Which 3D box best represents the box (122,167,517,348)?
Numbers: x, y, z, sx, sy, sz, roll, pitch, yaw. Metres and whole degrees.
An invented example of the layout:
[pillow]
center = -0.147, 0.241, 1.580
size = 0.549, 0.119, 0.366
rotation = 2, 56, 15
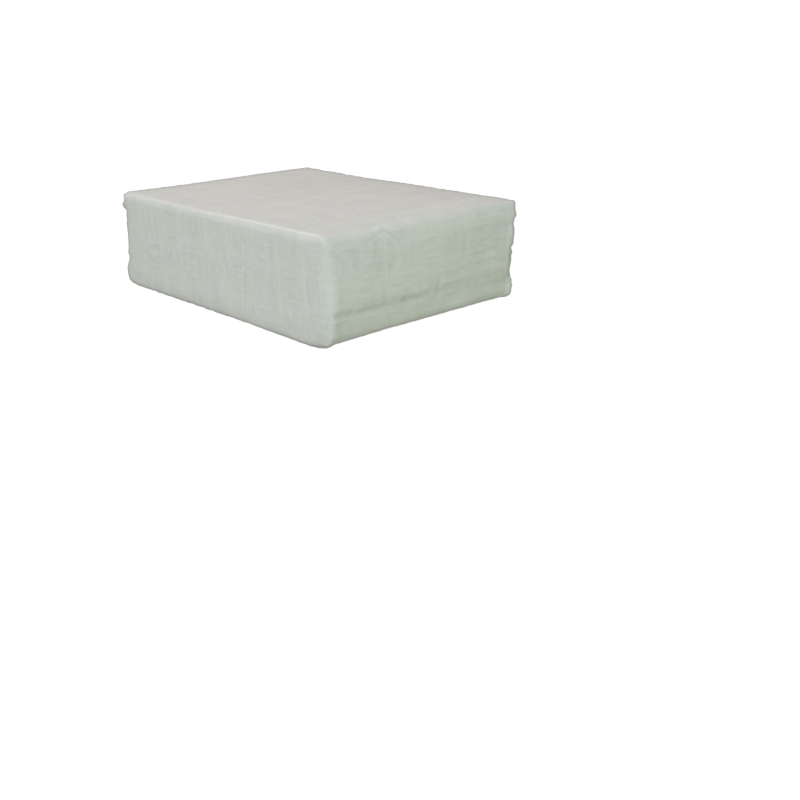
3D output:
[box]
center = -0.031, -0.056, 0.393
size = 0.088, 0.037, 0.120
rotation = -18, 28, -40
